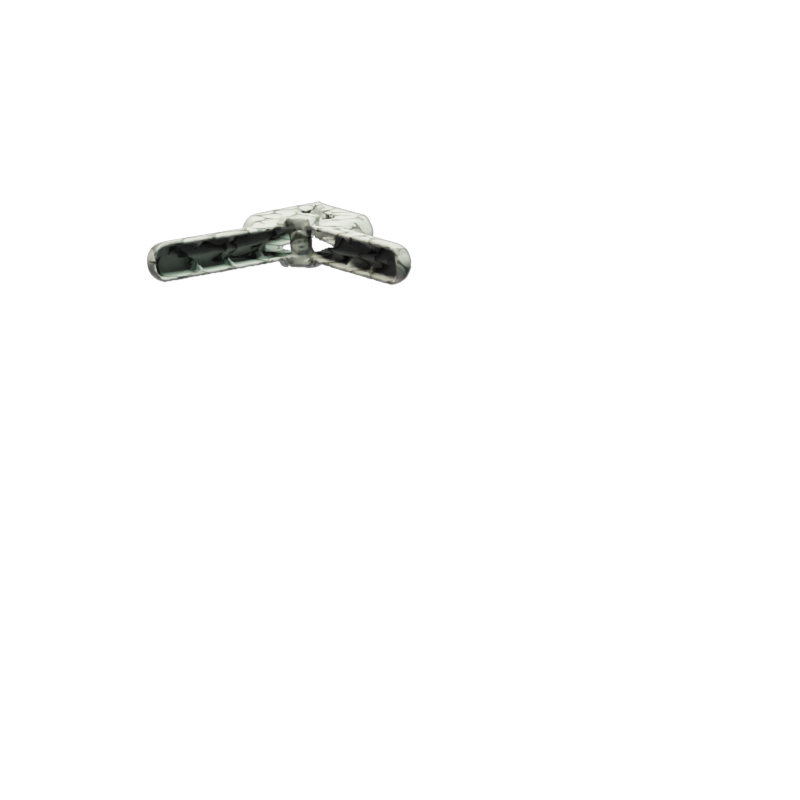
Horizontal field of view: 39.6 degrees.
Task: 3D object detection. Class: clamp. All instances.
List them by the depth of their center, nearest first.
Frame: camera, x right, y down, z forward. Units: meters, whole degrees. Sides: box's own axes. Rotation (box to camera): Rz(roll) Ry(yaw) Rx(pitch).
[{"bbox_3d":[-0.060,-0.109,0.765,0.168,0.035,0.212,4,17,12],"label":"clamp"}]
